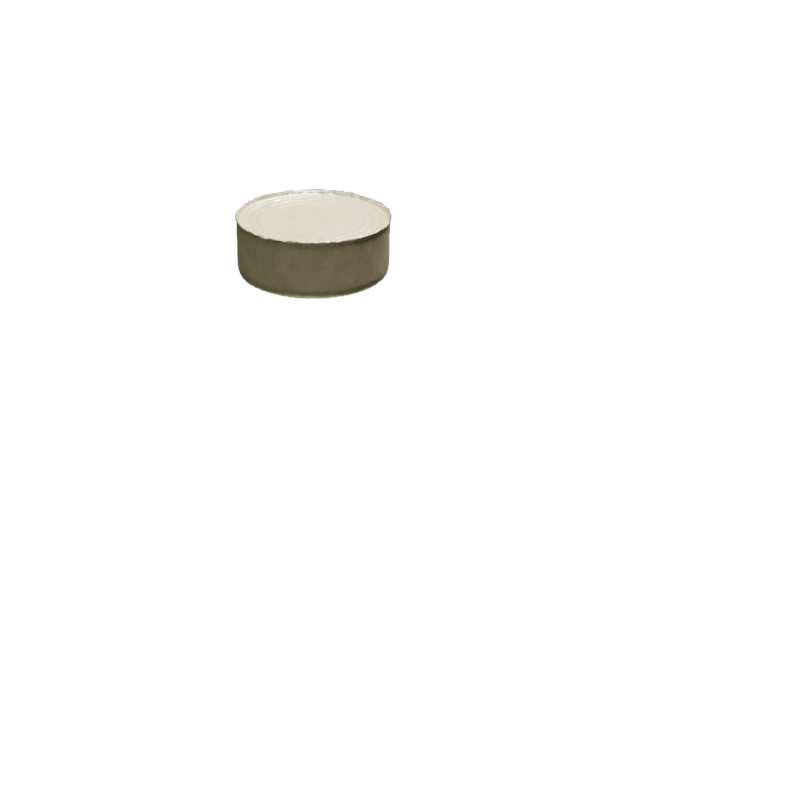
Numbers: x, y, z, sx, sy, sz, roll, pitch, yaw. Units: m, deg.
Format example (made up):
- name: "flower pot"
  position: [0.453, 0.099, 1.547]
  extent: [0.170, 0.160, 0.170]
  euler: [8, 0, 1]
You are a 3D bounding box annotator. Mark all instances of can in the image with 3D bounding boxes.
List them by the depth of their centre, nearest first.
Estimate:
- name: "can"
  position: [-0.048, -0.088, 0.613]
  extent: [0.086, 0.032, 0.091]
  euler: [-1, 27, -2]
